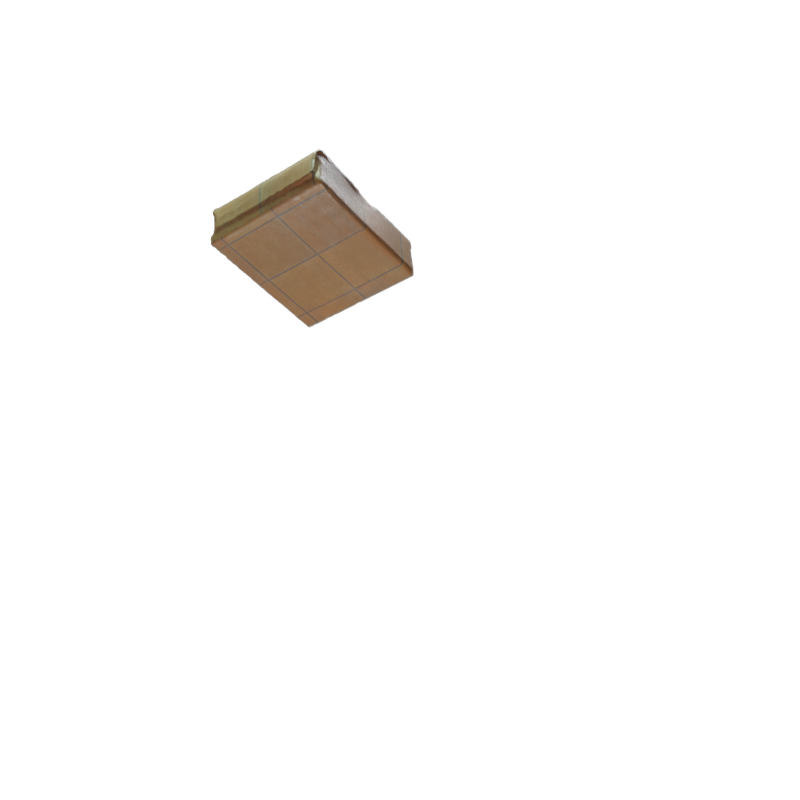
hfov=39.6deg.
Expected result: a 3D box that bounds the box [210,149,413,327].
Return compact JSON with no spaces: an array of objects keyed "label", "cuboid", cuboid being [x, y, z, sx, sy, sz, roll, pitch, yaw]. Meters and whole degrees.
[{"label":"box","cuboid":[-0.047,-0.086,0.602,0.073,0.032,0.083,-26,-48,26]}]
